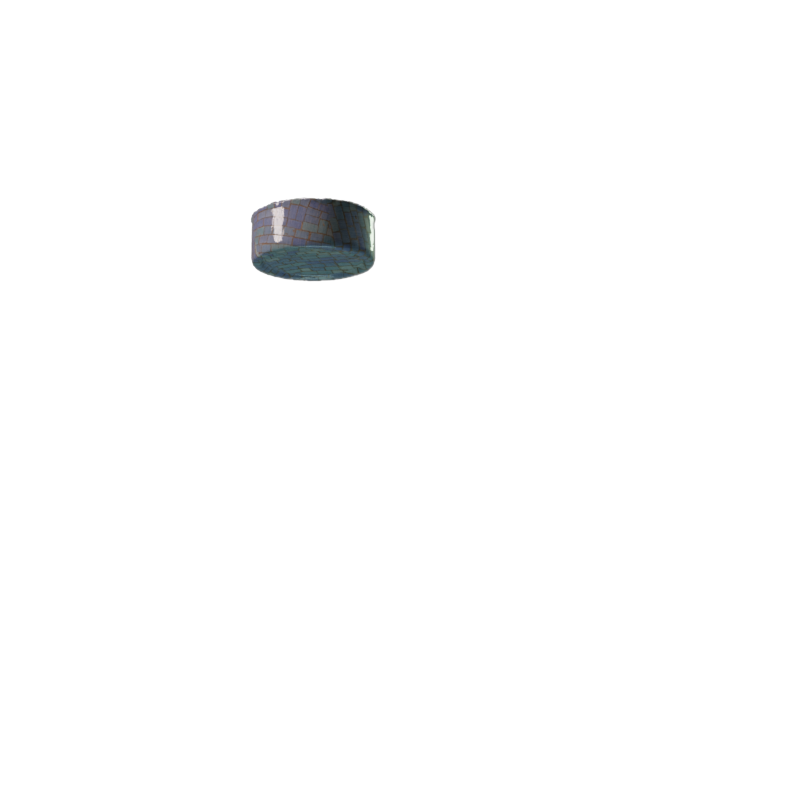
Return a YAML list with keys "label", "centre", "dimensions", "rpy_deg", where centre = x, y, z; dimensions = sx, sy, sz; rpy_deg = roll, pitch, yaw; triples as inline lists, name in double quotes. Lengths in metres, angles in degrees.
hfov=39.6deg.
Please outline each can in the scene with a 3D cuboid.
- label: "can"
  centre: [-0.059, -0.108, 0.758]
  dimensions: [0.086, 0.035, 0.083]
  rpy_deg: [0, -11, -2]
